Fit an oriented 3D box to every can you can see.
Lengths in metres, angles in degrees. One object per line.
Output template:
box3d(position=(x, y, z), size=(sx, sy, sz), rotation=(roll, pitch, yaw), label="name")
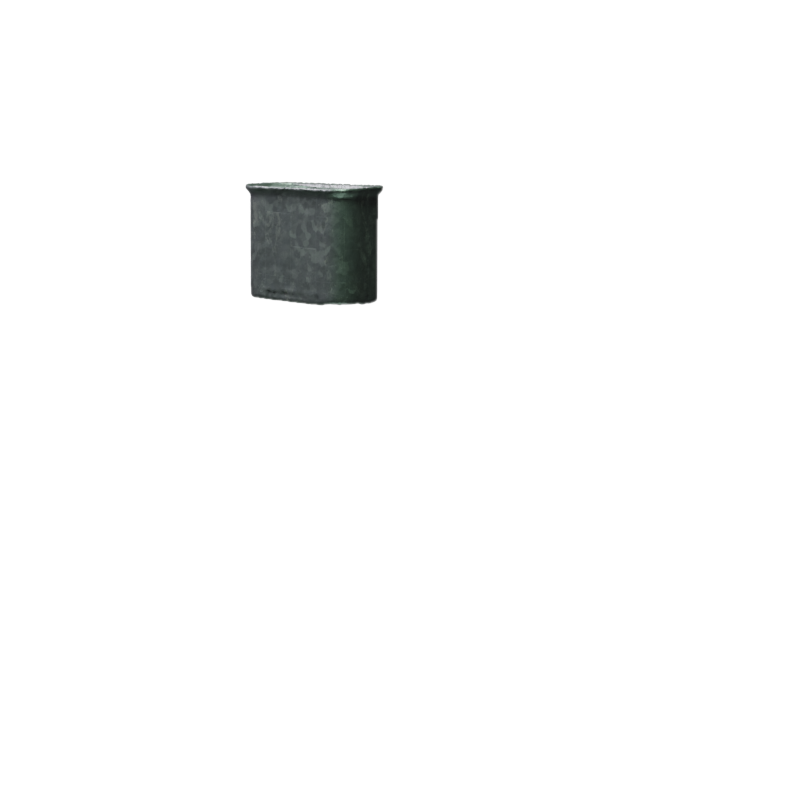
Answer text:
box3d(position=(-0.064, -0.116, 0.811), size=(0.107, 0.082, 0.056), rotation=(8, 12, 35), label="can")
